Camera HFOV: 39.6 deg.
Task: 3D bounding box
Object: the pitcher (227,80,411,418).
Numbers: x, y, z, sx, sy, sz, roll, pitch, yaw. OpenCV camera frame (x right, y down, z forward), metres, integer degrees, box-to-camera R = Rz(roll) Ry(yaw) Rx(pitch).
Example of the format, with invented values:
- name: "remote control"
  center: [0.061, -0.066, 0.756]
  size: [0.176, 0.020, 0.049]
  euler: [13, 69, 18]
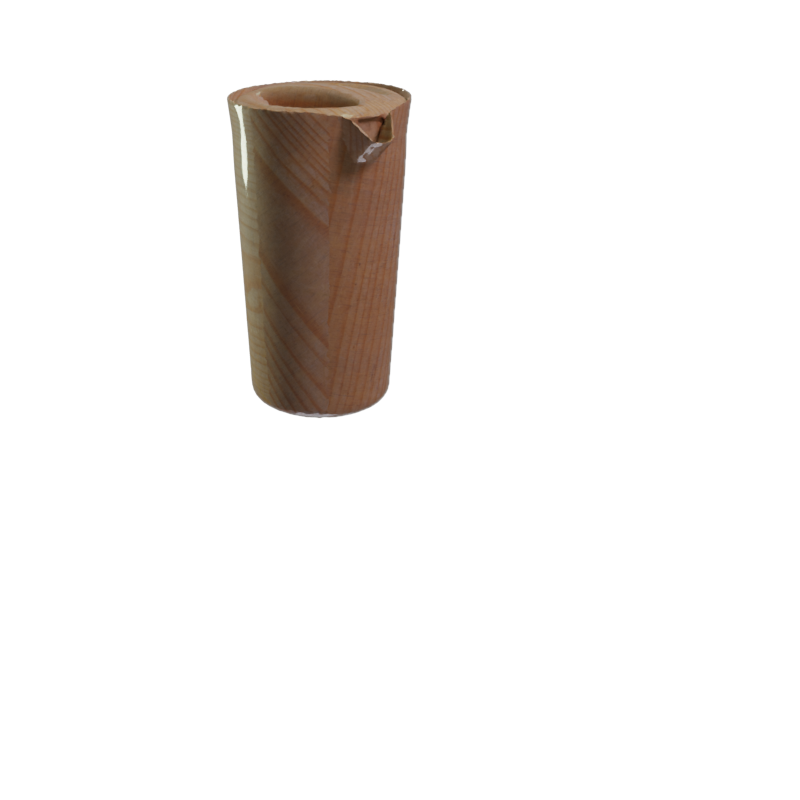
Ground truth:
- name: "pitcher"
  center: [-0.066, -0.120, 0.843]
  size: [0.147, 0.233, 0.154]
  euler: [5, 21, 9]
